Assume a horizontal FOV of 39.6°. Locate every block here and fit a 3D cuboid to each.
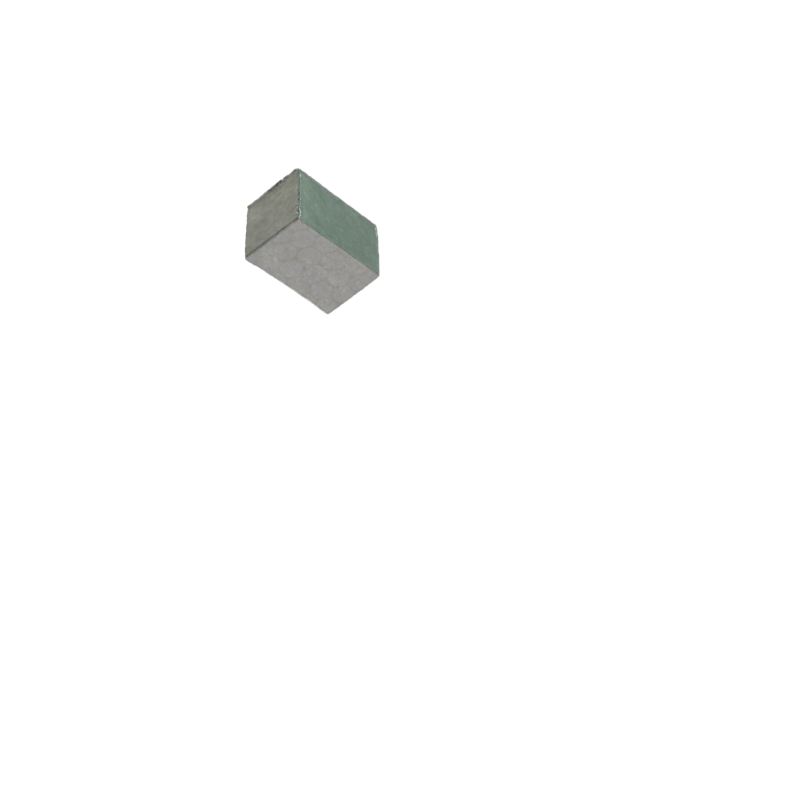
[{"bbox_3d":[-0.058,-0.106,0.742,0.052,0.055,0.073,-34,-52,30],"label":"block"}]
